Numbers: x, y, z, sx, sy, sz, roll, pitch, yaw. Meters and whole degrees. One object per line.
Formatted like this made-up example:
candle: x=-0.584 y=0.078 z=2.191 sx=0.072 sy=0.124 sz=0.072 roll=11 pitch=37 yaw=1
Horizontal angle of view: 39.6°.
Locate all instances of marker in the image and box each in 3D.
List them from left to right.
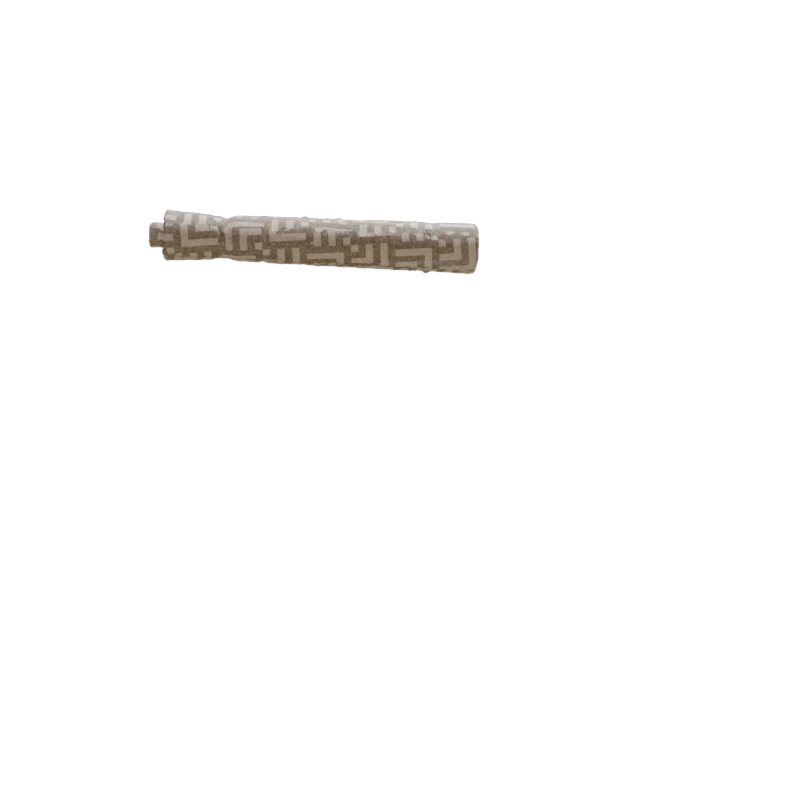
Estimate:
marker: x=-0.032 y=-0.059 z=0.412 sx=0.121 sy=0.020 sz=0.020 roll=2 pitch=4 yaw=-2
